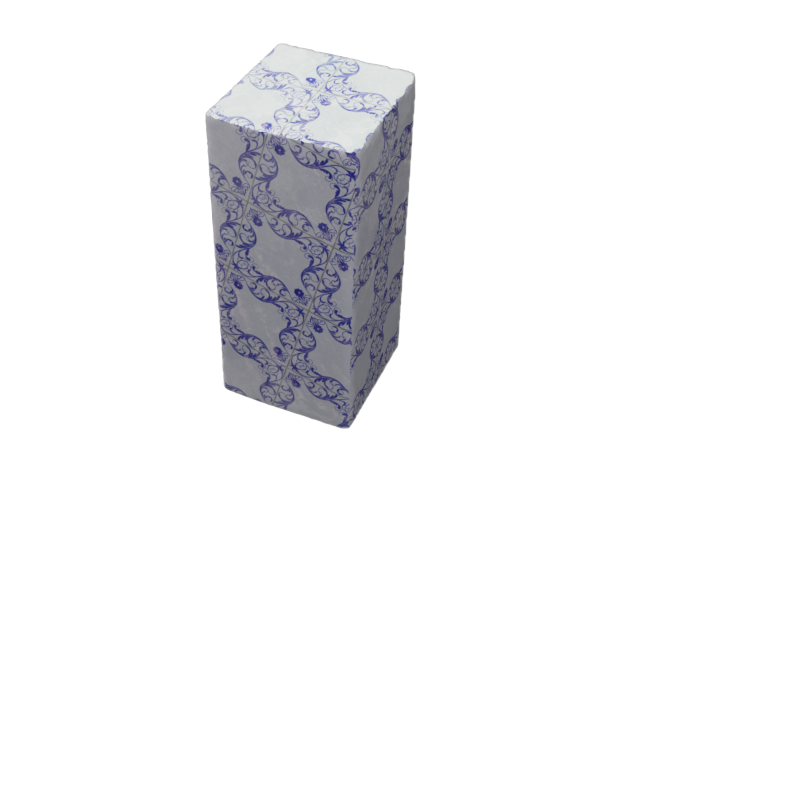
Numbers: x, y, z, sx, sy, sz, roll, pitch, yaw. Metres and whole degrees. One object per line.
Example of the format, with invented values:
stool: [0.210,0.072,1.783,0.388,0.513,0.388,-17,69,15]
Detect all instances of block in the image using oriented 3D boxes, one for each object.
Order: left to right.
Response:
block: [-0.051,-0.094,0.663,0.093,0.192,0.094,18,44,16]
